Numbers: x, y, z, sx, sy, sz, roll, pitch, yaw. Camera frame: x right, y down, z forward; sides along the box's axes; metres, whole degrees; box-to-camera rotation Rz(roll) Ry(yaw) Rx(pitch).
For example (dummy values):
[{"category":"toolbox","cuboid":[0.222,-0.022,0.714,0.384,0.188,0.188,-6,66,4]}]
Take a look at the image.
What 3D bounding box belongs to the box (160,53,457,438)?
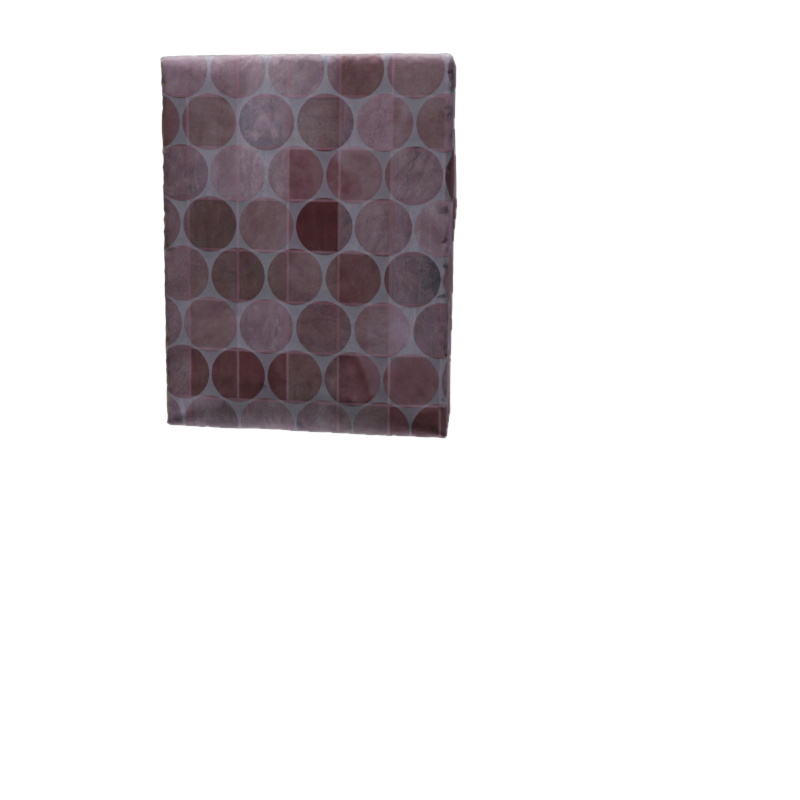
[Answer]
[{"category":"box","cuboid":[-0.051,-0.092,0.646,0.166,0.210,0.072,2,8,8]}]
